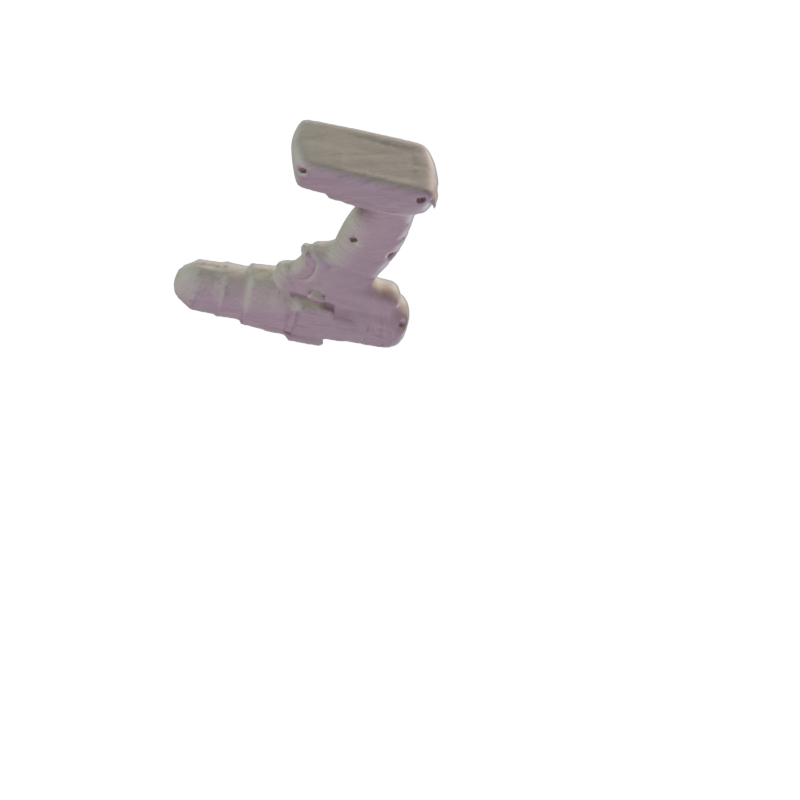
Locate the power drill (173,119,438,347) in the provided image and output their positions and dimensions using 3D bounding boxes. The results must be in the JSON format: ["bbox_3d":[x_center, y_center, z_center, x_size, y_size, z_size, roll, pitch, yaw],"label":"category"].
[{"bbox_3d":[-0.064,-0.116,0.814,0.181,0.062,0.178,10,-40,-12],"label":"power drill"}]
